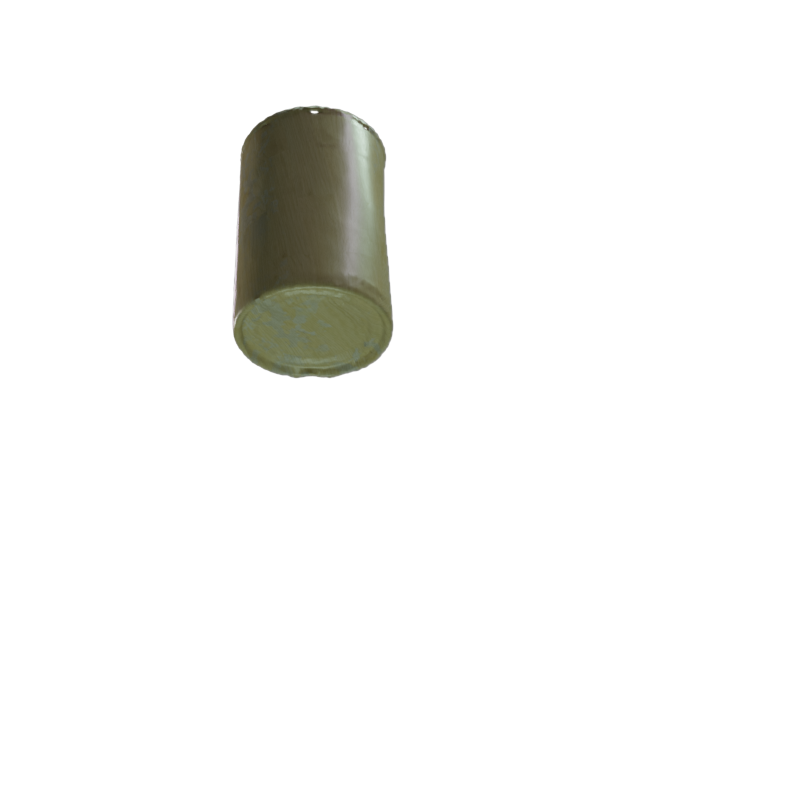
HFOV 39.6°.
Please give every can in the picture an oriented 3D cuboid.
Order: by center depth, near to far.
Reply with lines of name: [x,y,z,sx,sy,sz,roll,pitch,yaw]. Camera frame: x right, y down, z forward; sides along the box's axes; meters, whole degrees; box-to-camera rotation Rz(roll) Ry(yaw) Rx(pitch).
can: [-0.038,-0.069,0.484,0.068,0.110,0.064,-1,-37,-3]
